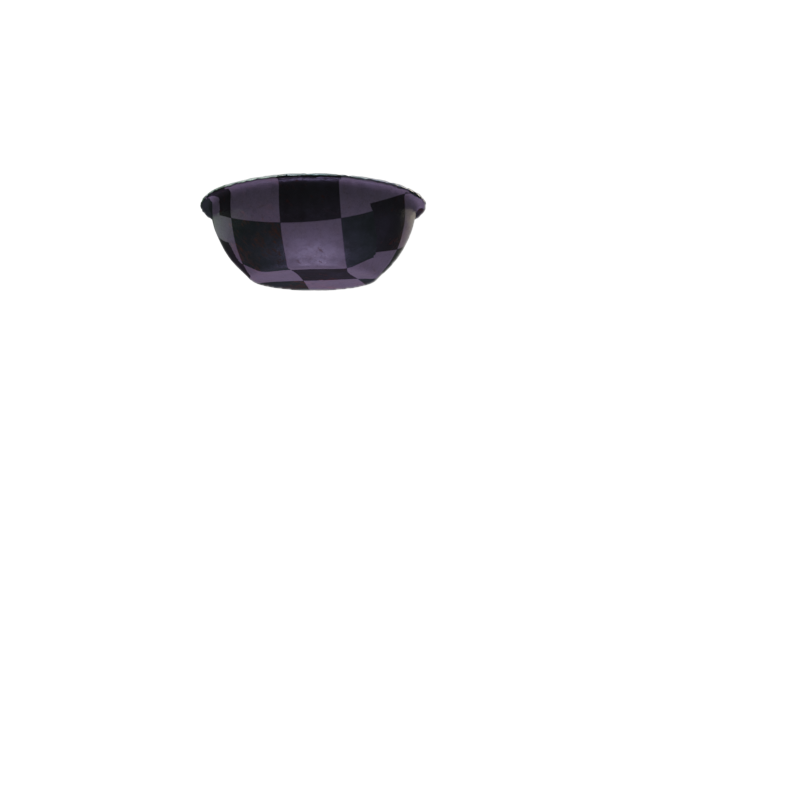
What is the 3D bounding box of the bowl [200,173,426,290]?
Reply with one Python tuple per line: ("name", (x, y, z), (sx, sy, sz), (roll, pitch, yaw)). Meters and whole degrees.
("bowl", (-0.062, -0.113, 0.791), (0.162, 0.056, 0.159), (0, -6, -2))
